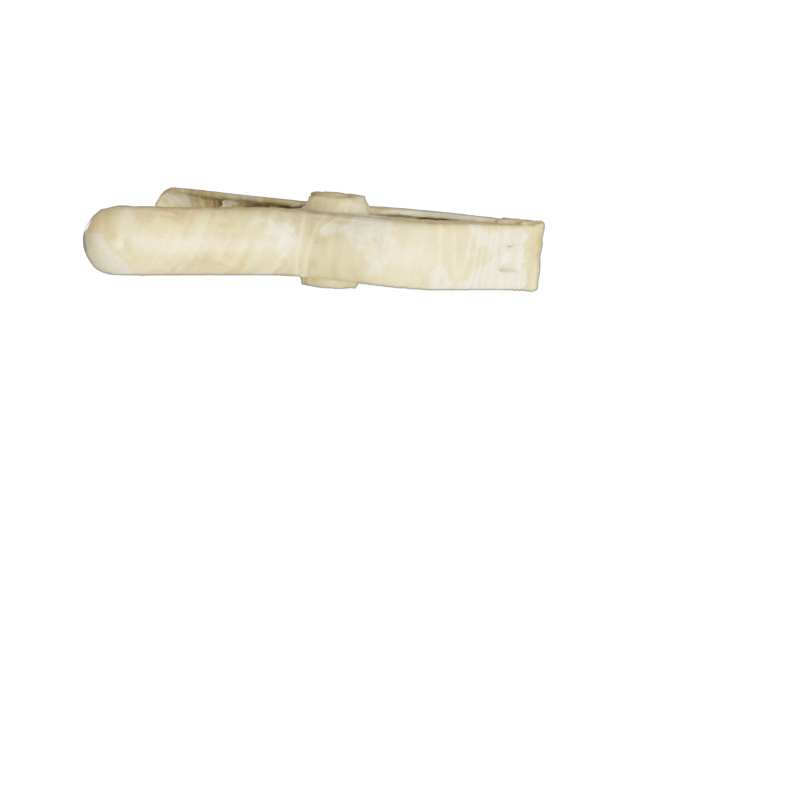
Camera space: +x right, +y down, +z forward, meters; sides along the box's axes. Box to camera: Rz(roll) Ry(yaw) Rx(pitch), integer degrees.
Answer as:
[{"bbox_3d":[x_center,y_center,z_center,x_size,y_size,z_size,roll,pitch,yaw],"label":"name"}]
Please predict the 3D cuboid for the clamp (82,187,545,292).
[{"bbox_3d":[-0.033,-0.061,0.425,0.175,0.038,0.122,4,19,12],"label":"clamp"}]
